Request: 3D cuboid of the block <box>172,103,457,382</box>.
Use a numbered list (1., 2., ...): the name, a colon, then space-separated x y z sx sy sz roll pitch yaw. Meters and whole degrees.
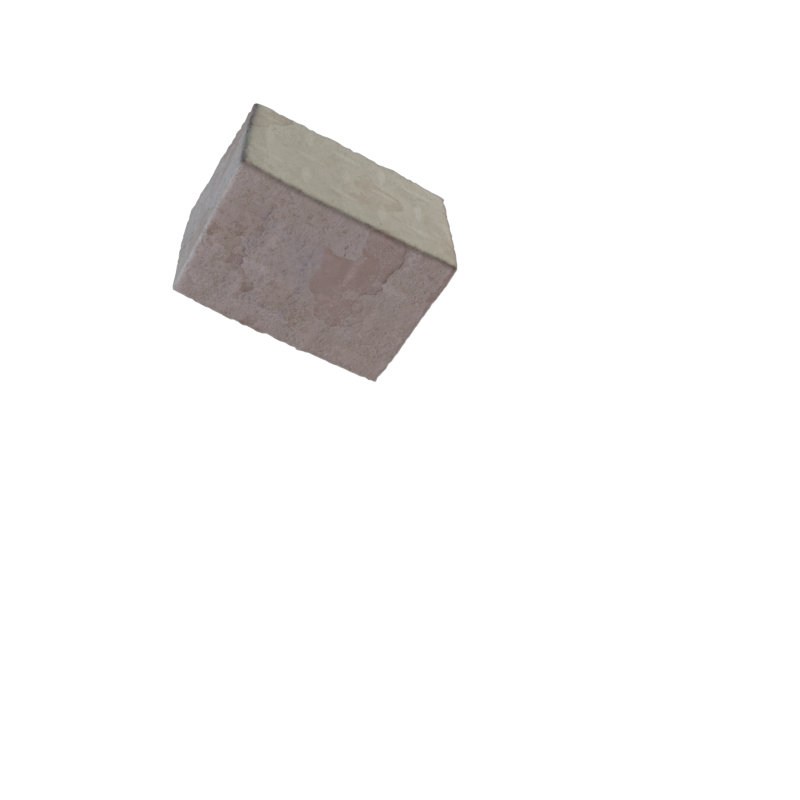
1. block: -0.029 -0.053 0.369 0.075 0.051 0.055 25 29 -17
